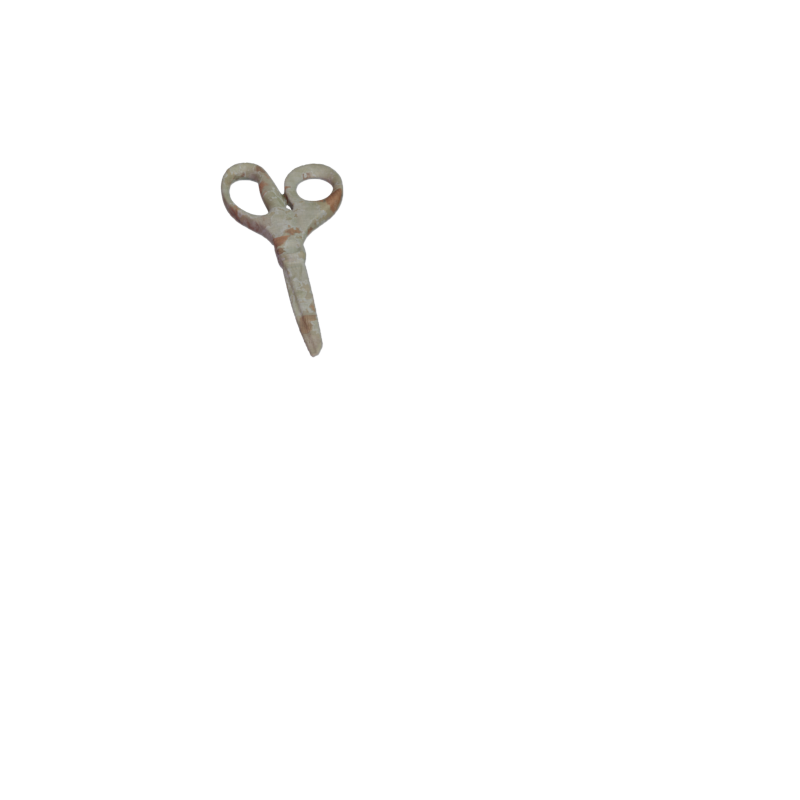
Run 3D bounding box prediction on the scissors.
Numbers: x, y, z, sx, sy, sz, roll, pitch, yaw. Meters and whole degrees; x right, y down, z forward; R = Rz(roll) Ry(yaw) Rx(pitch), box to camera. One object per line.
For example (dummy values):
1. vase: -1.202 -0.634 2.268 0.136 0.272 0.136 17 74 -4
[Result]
1. scissors: -0.059 -0.107 0.752 0.095 0.015 0.218 -19 46 -19
